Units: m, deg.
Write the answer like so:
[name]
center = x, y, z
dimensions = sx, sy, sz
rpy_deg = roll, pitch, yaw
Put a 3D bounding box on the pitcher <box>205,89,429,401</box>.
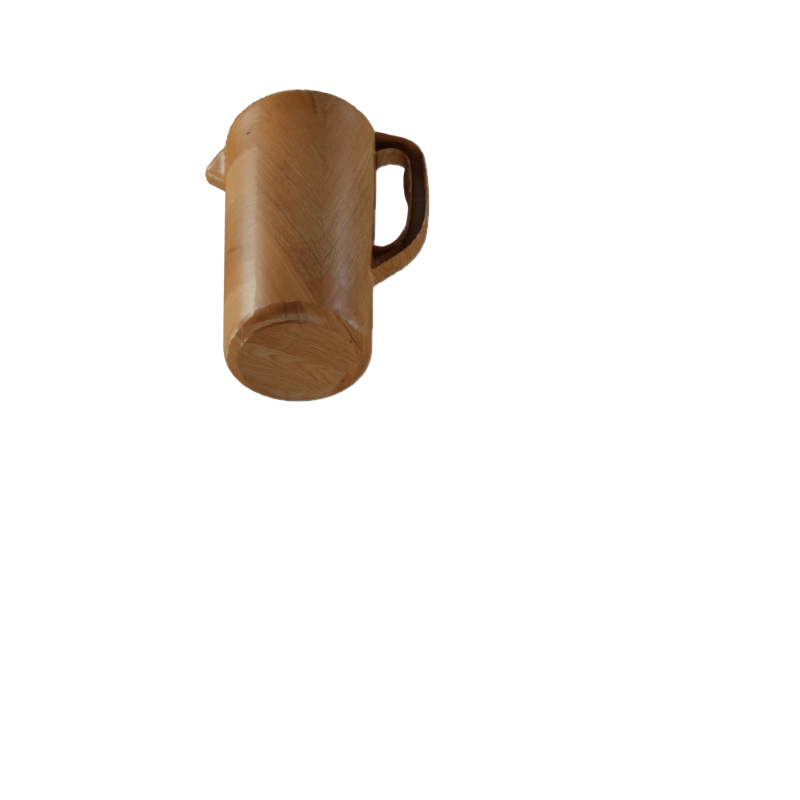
[pitcher]
center = -0.069, -0.125, 0.876
dimensions = 0.137, 0.261, 0.147
rpy_deg = 27, -49, -29
